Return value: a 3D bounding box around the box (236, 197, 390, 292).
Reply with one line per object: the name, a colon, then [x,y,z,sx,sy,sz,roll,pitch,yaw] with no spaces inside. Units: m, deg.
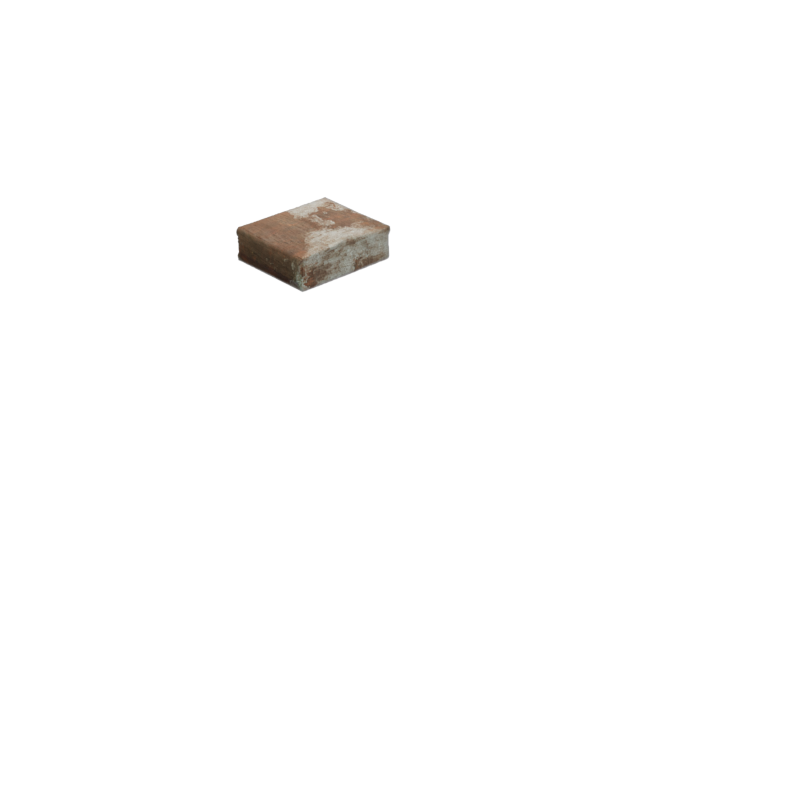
box: [-0.064,-0.116,0.811,0.088,0.028,0.078,-25,39,-36]
